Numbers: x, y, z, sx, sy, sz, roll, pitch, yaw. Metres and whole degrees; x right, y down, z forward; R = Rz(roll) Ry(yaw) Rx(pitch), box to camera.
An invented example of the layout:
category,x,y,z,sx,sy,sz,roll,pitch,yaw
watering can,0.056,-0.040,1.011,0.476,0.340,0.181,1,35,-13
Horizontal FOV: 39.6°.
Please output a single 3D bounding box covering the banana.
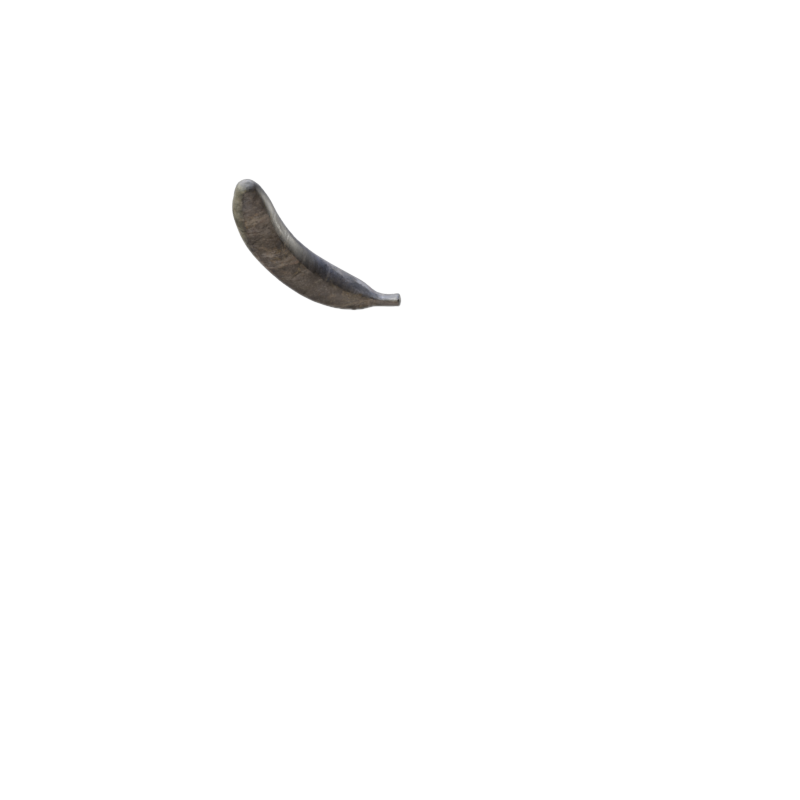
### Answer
category,x,y,z,sx,sy,sz,roll,pitch,yaw
banana,-0.085,-0.124,0.938,0.070,0.039,0.184,-27,-43,32
